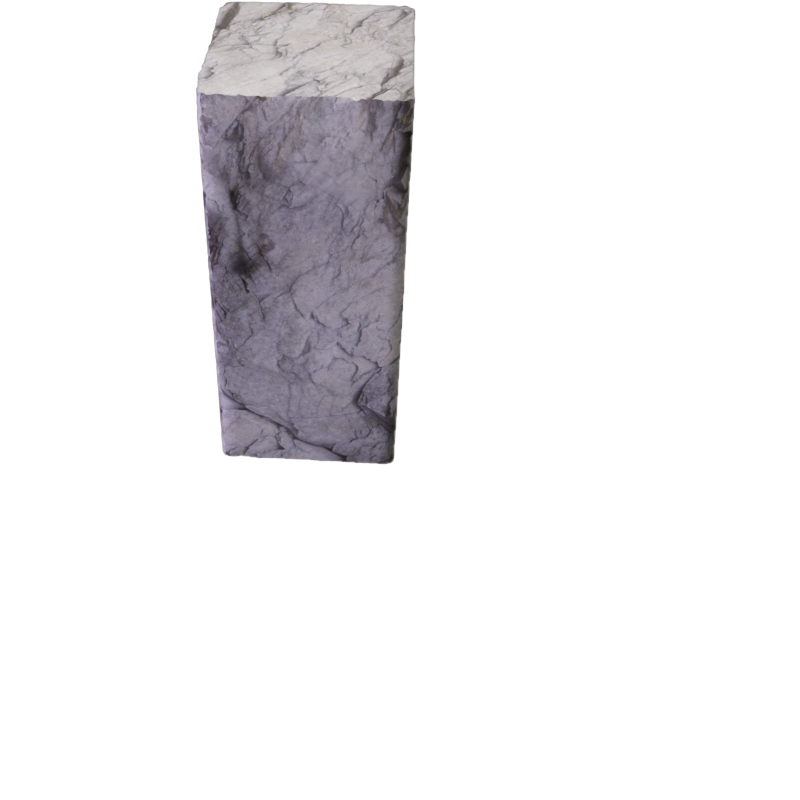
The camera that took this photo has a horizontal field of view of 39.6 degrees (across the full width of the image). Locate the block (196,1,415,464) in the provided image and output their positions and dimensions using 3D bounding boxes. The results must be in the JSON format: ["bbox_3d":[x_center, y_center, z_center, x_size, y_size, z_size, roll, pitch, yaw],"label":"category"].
[{"bbox_3d":[-0.042,-0.076,0.529,0.090,0.192,0.097,3,40,0],"label":"block"}]
